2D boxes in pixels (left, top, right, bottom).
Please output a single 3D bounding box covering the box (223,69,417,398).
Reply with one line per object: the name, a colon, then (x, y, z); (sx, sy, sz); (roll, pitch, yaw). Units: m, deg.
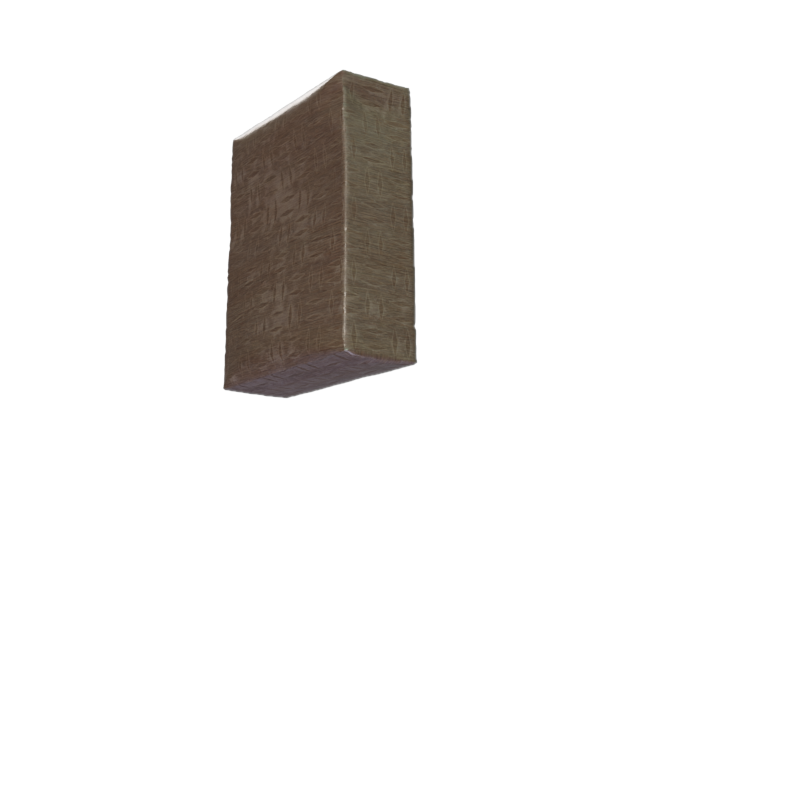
box: (-0.066, -0.120, 0.843); (0.068, 0.222, 0.166); (11, -19, -36)
